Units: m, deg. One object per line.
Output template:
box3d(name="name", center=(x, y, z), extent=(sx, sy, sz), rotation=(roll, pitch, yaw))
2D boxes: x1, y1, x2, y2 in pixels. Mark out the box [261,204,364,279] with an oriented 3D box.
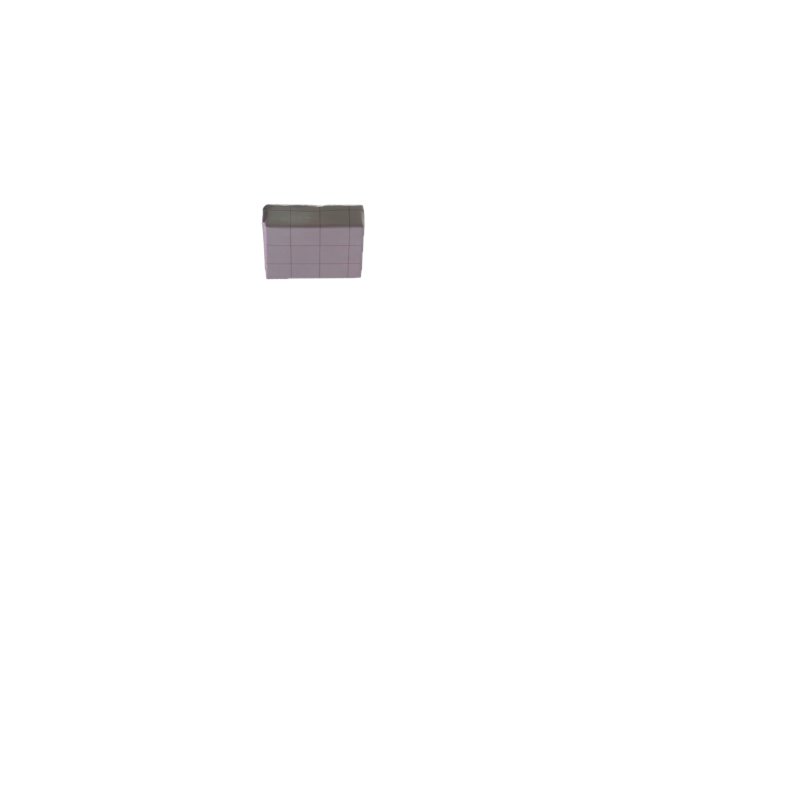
box3d(name="box", center=(-0.077, -0.141, 0.987), extent=(0.089, 0.032, 0.068), rotation=(1, -35, -1))
